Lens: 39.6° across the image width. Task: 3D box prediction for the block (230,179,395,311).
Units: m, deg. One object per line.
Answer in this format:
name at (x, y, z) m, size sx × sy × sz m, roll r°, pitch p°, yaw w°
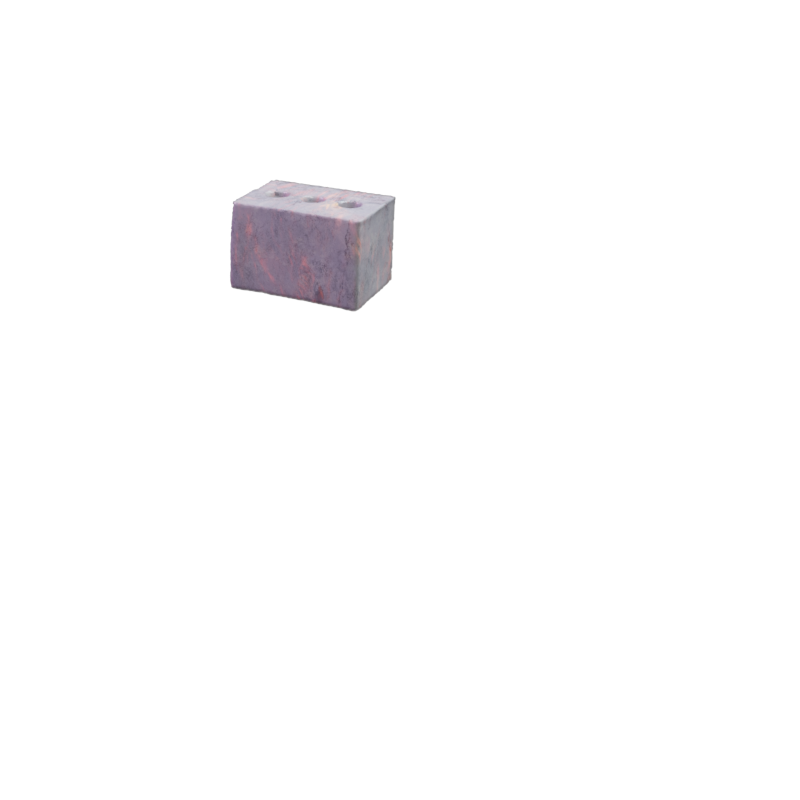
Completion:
block at (-0.048, -0.087, 0.610) m, size 0.081 × 0.049 × 0.053 m, roll 11°, pitch 26°, yaw 22°
